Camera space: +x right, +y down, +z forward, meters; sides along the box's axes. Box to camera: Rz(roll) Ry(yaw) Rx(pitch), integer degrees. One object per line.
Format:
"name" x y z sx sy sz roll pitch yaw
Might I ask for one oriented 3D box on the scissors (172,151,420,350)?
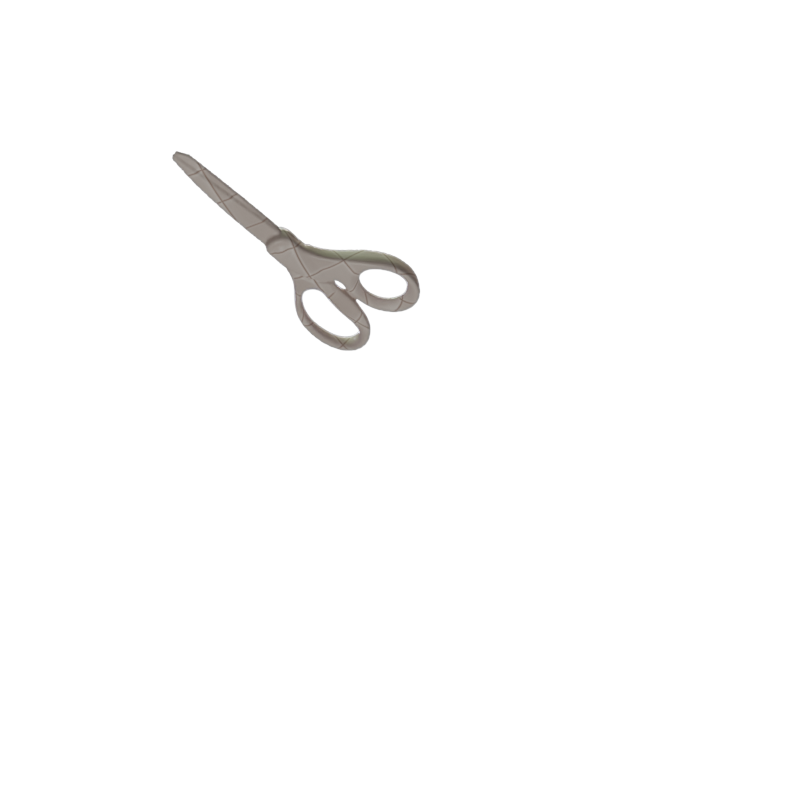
"scissors" -0.056 -0.103 0.720 0.097 0.017 0.186 -17 -47 17
